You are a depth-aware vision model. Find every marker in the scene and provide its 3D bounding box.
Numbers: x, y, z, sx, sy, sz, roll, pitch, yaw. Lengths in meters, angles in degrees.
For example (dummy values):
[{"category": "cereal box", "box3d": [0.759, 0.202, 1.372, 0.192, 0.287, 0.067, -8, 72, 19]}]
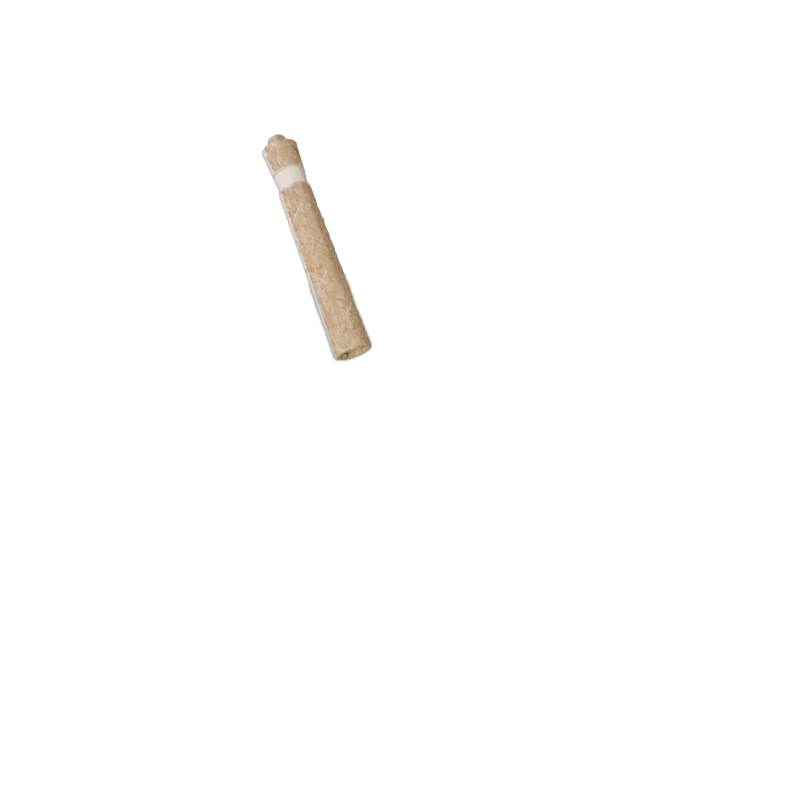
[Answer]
[{"category": "marker", "box3d": [-0.043, -0.078, 0.549, 0.020, 0.127, 0.019, -18, -19, -8]}]
